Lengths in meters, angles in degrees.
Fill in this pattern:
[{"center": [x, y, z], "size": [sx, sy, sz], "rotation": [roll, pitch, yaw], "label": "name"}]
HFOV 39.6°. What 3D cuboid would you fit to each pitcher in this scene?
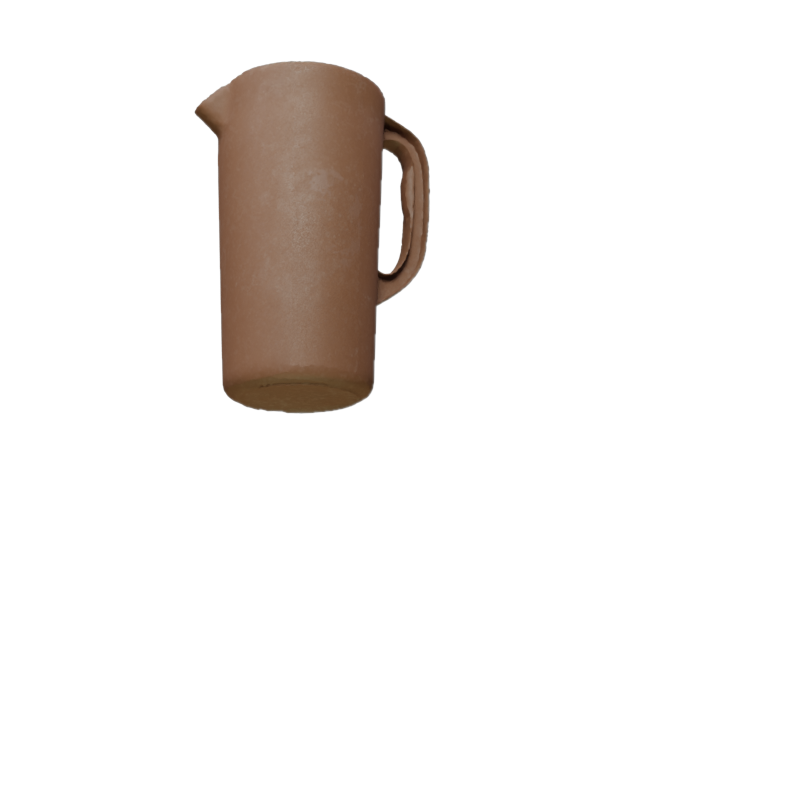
[{"center": [-0.065, -0.118, 0.830], "size": [0.152, 0.254, 0.136], "rotation": [-8, -20, 20], "label": "pitcher"}]
